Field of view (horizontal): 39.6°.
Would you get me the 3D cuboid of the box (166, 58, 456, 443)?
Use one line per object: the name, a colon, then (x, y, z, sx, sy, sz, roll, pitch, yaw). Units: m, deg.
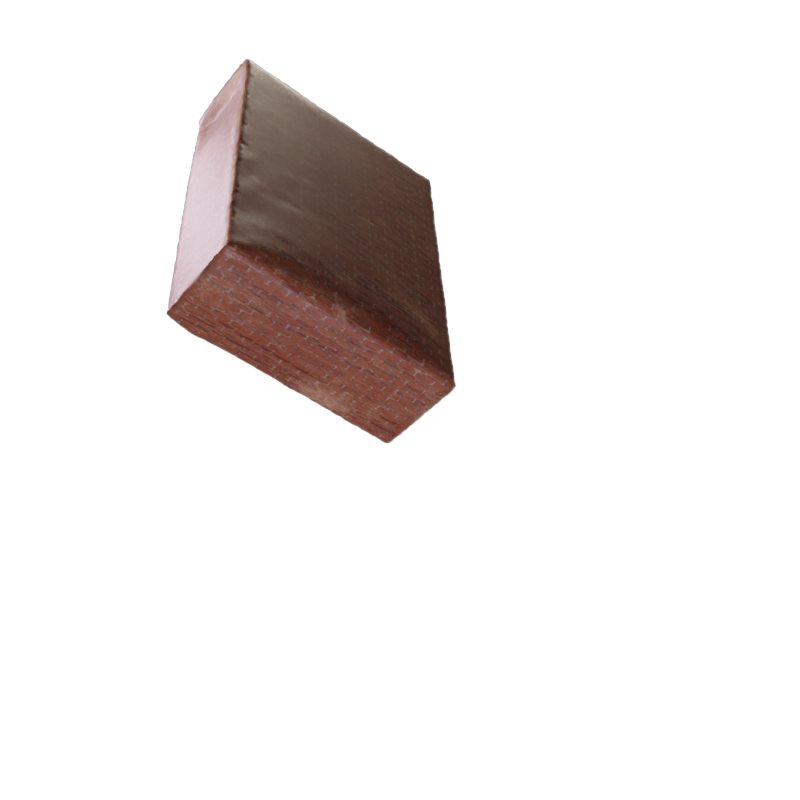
box: (-0.055, -0.100, 0.699, 0.156, 0.229, 0.070, 29, -57, -25)
